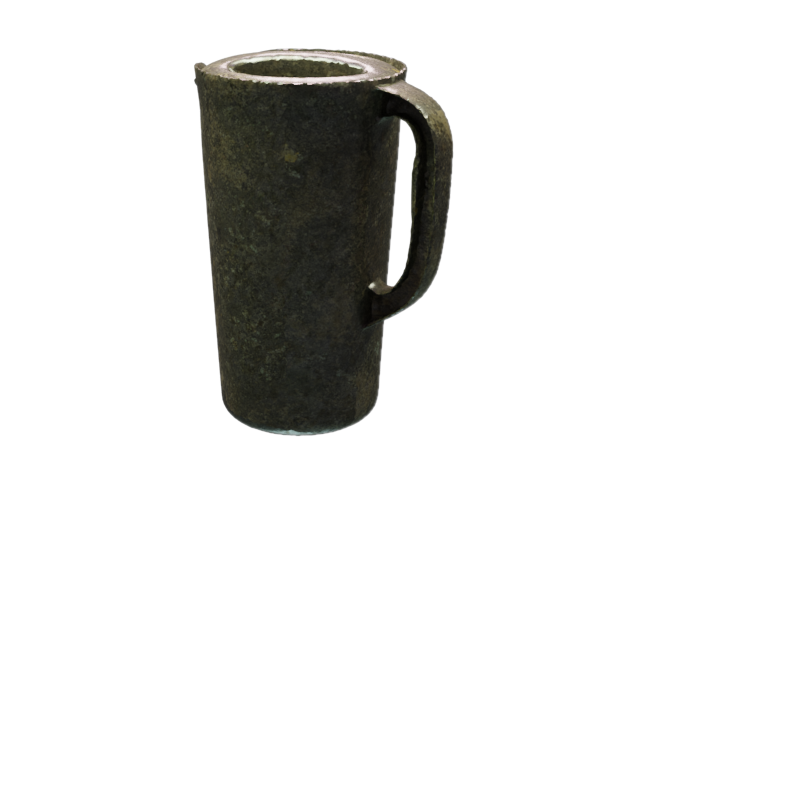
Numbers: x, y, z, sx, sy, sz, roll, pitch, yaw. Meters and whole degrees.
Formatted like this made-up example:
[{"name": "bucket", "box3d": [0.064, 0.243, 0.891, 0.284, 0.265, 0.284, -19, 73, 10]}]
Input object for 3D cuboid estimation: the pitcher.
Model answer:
[{"name": "pitcher", "box3d": [-0.056, -0.103, 0.720, 0.143, 0.232, 0.158, -4, 21, -12]}]
